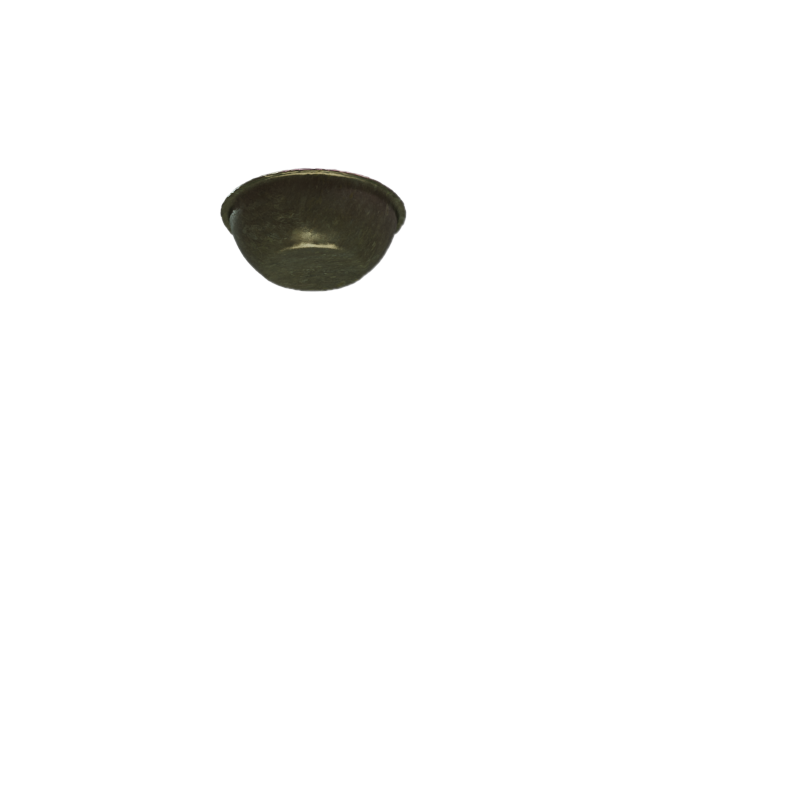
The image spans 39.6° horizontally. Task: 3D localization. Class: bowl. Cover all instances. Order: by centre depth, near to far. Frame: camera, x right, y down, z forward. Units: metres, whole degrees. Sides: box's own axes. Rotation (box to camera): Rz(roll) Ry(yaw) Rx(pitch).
[{"bbox_3d":[-0.075,-0.136,0.956,0.162,0.058,0.154,1,-21,-2],"label":"bowl"}]
